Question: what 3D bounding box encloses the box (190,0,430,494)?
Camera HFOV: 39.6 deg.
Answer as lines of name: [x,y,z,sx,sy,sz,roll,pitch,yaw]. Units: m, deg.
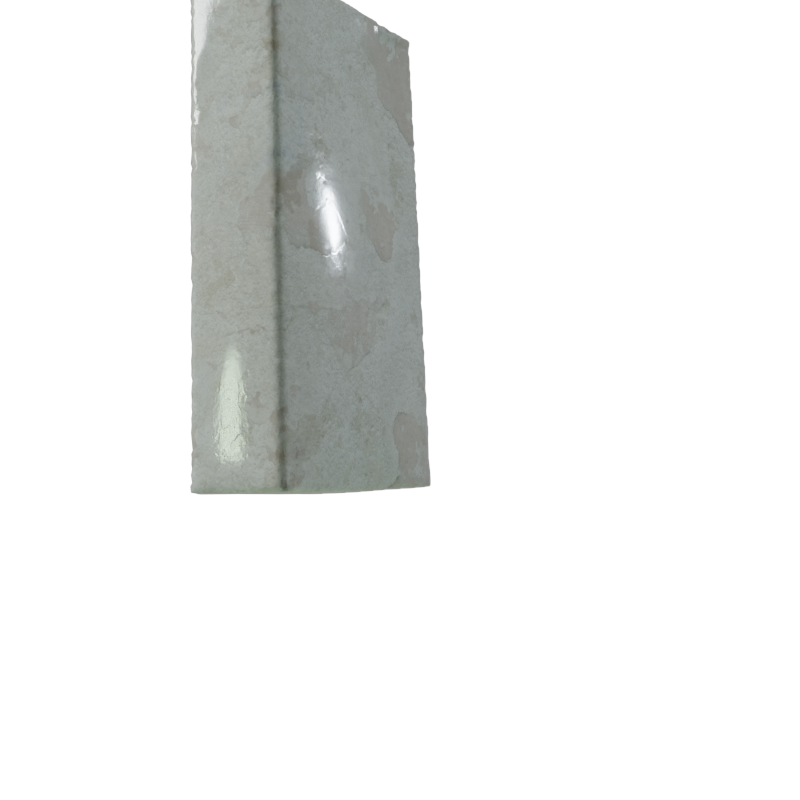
box: [-0.031,-0.057,0.400,0.049,0.181,0.089,-7,-11,33]
